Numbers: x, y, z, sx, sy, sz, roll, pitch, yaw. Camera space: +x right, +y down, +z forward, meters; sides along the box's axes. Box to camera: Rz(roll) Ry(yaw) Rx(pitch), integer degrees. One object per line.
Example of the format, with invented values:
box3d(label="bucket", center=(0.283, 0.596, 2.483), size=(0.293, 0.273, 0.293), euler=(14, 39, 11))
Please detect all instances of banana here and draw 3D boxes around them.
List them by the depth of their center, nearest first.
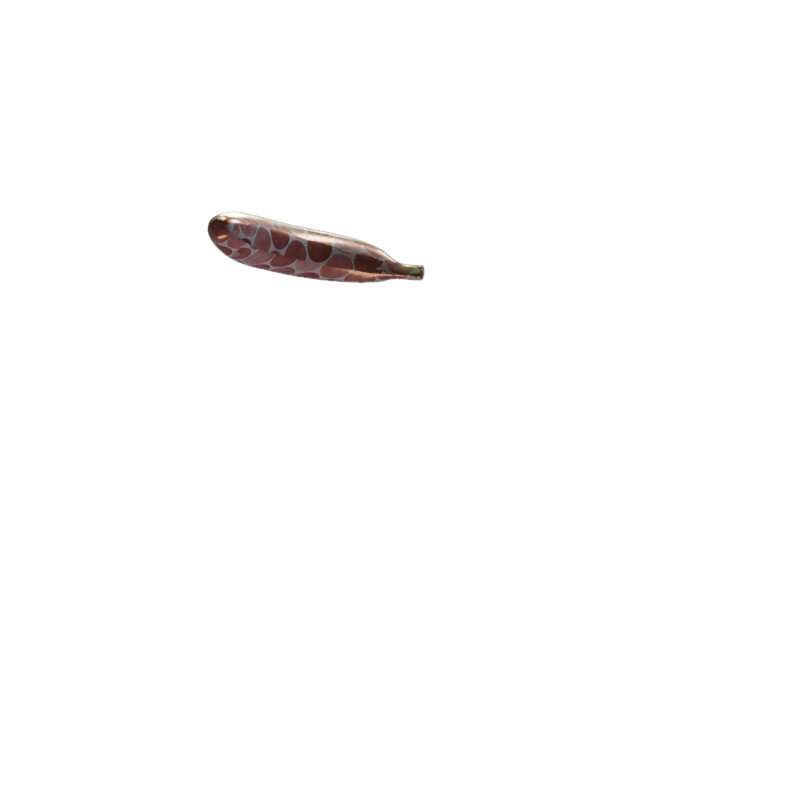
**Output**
box3d(label="banana", center=(-0.073, -0.113, 0.820), size=(0.188, 0.038, 0.071), euler=(5, -8, -41))
